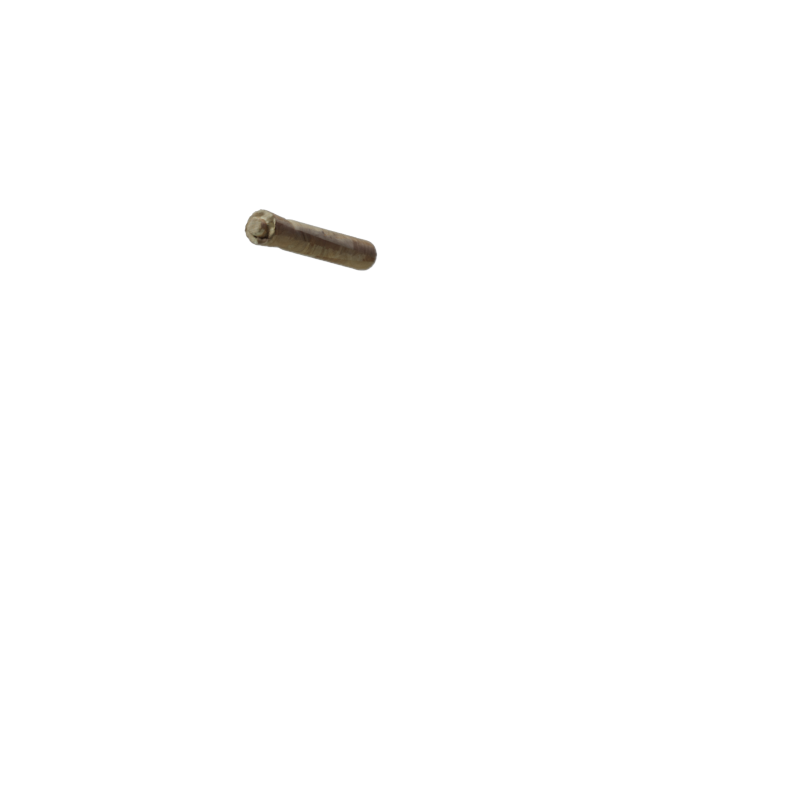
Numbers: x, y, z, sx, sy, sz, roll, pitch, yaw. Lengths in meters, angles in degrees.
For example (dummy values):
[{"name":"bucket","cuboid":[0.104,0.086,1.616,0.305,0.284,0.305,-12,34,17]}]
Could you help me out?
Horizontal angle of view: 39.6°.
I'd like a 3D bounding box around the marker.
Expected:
[{"name":"marker","cuboid":[-0.048,-0.087,0.613,0.020,0.020,0.116,2,0,27]}]
